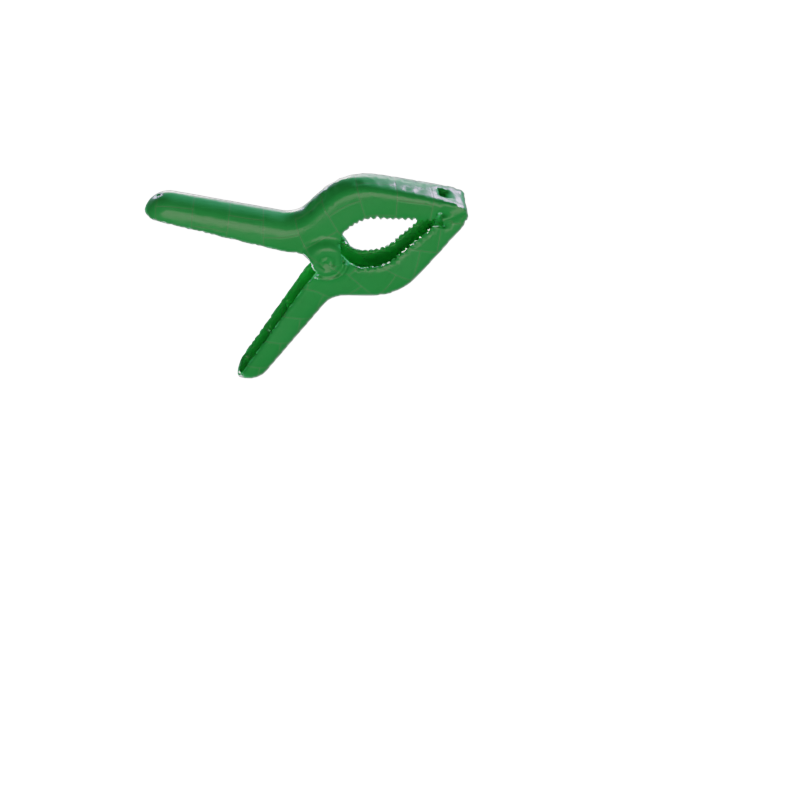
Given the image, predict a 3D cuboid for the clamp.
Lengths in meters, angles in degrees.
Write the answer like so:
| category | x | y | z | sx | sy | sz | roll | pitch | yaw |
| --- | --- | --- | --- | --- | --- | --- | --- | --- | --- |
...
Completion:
| category | x | y | z | sx | sy | sz | roll | pitch | yaw |
| --- | --- | --- | --- | --- | --- | --- | --- | --- | --- |
| clamp | -0.060 | -0.109 | 0.761 | 0.211 | 0.153 | 0.039 | -23 | 34 | 16 |
